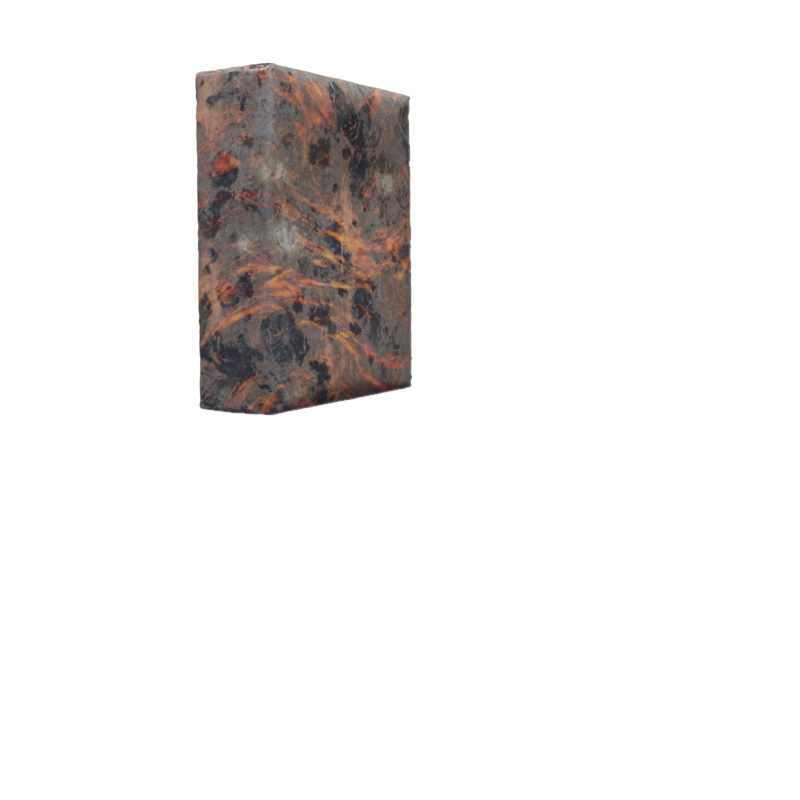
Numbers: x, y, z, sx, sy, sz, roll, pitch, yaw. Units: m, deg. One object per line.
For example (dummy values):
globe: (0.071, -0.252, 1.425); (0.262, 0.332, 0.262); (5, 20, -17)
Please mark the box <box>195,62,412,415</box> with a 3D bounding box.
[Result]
box: (-0.058, -0.106, 0.741); (0.074, 0.214, 0.158); (0, 1, 34)
